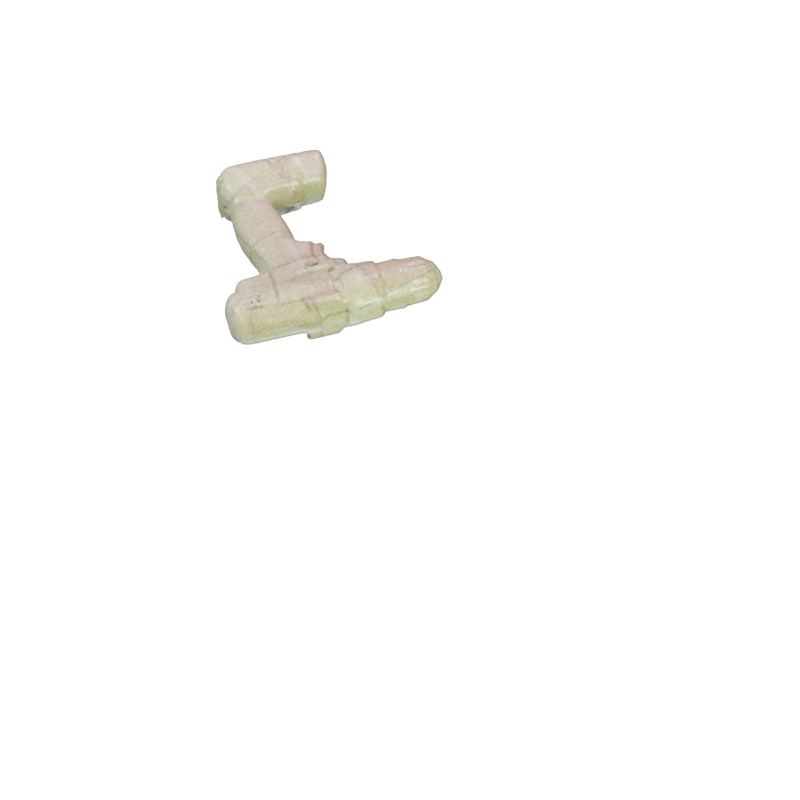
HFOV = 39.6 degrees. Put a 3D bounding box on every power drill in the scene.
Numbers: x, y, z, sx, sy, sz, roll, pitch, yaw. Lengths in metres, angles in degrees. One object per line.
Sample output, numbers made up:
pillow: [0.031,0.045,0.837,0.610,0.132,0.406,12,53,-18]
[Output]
power drill: [-0.076,-0.138,0.968,0.183,0.203,0.053,-13,-41,-12]
